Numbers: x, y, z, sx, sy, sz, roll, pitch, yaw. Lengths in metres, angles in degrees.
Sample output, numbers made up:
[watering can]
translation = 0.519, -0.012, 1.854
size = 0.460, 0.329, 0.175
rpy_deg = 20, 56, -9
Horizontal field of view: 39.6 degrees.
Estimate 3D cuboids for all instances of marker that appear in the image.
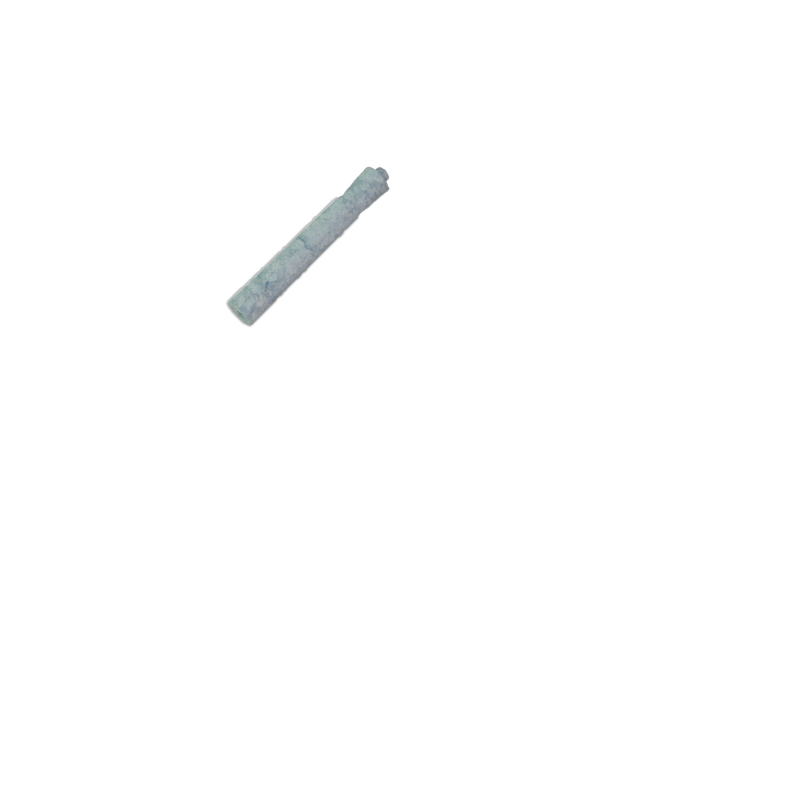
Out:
[marker]
translation = -0.050, -0.091, 0.634
size = 0.122, 0.019, 0.020
rpy_deg = -47, 20, -15
